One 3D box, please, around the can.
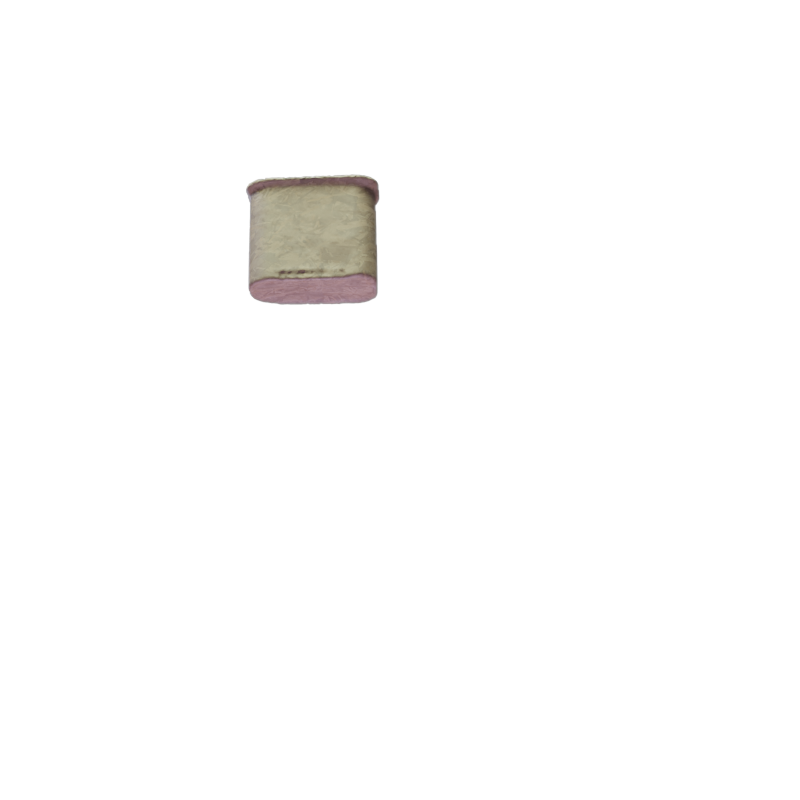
[{"bbox_3d":[-0.066,-0.120,0.841,0.102,0.088,0.054,-2,-21,3],"label":"can"}]
